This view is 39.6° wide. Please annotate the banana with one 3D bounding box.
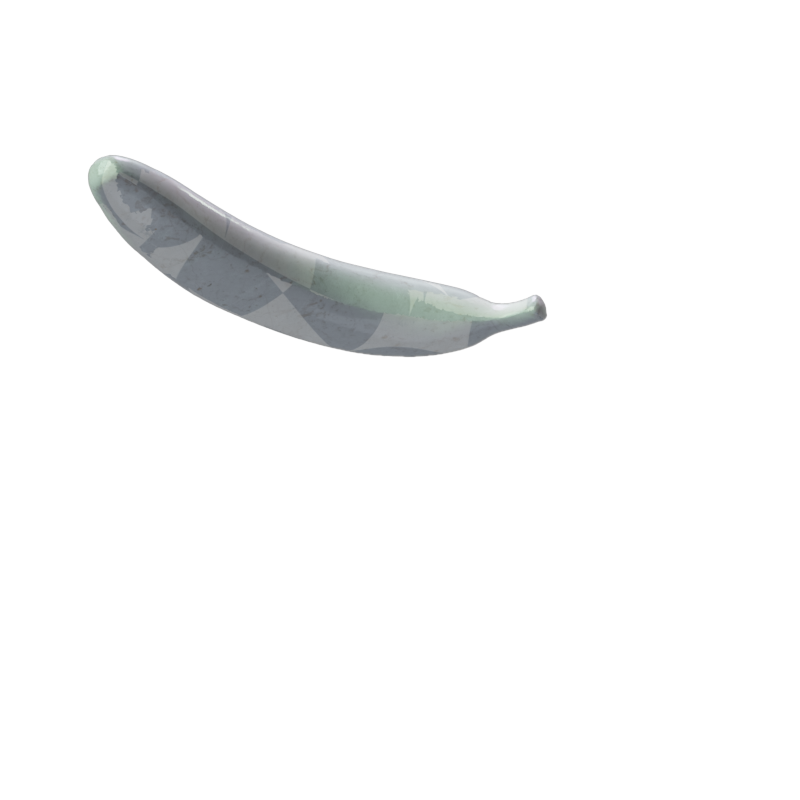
[{"bbox_3d":[-0.040,-0.054,0.466,0.191,0.039,0.067,14,-40,-18],"label":"banana"}]
